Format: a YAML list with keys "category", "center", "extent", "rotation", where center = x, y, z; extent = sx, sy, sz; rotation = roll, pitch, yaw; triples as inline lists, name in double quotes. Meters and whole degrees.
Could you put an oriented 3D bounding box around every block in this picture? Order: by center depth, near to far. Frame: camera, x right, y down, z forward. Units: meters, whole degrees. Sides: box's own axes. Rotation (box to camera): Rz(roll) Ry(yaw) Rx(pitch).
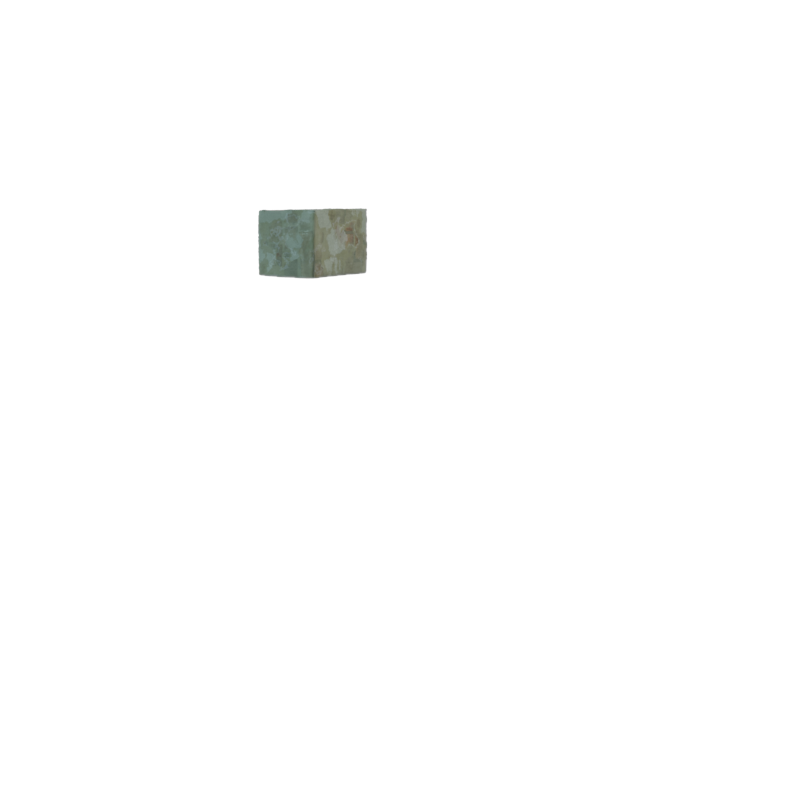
- category: "block"
  center: [-0.067, -0.122, 0.854]
  extent: [0.055, 0.051, 0.076]
  rotation: [4, 9, 30]
